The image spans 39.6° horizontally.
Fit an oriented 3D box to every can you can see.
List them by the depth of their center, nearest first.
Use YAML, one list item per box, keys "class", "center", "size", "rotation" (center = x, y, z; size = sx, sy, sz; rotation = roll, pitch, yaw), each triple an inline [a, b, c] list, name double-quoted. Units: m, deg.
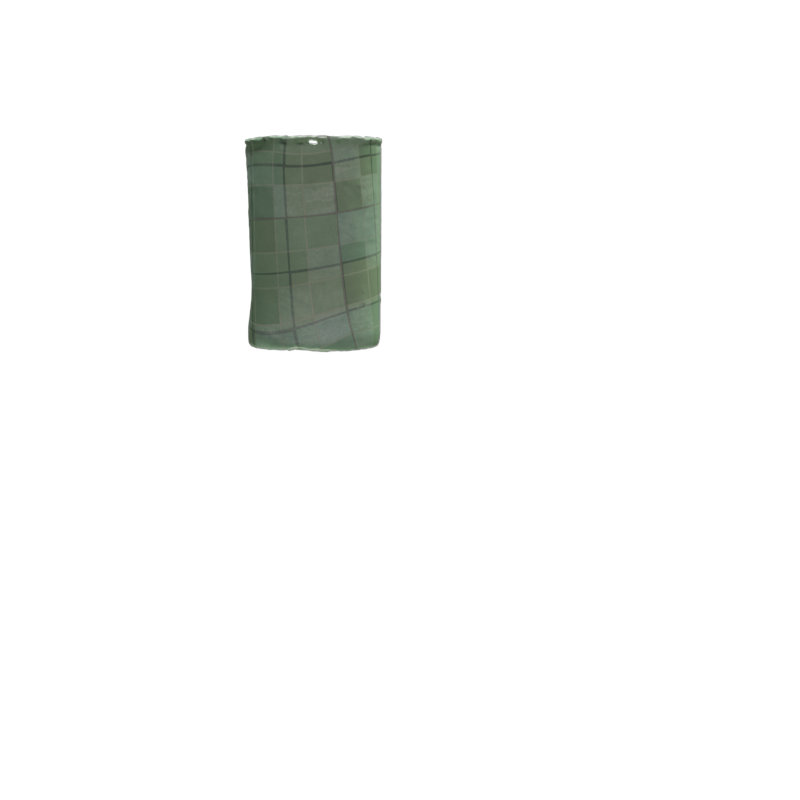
- class: "can"
  center: [-0.043, -0.078, 0.548]
  size: [0.068, 0.102, 0.069]
  rotation: [0, 4, -2]
